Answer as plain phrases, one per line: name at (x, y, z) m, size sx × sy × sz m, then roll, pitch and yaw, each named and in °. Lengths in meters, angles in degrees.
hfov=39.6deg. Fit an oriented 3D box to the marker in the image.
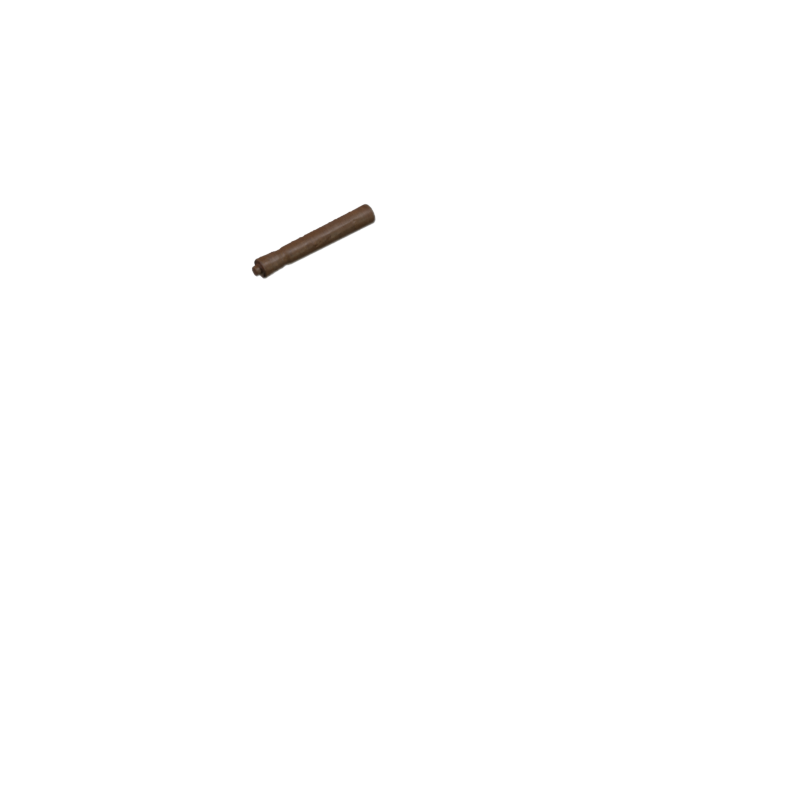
marker at (-0.075, -0.137, 0.958) m, size 0.121 × 0.019 × 0.020 m, roll -30°, pitch 17°, yaw -22°
